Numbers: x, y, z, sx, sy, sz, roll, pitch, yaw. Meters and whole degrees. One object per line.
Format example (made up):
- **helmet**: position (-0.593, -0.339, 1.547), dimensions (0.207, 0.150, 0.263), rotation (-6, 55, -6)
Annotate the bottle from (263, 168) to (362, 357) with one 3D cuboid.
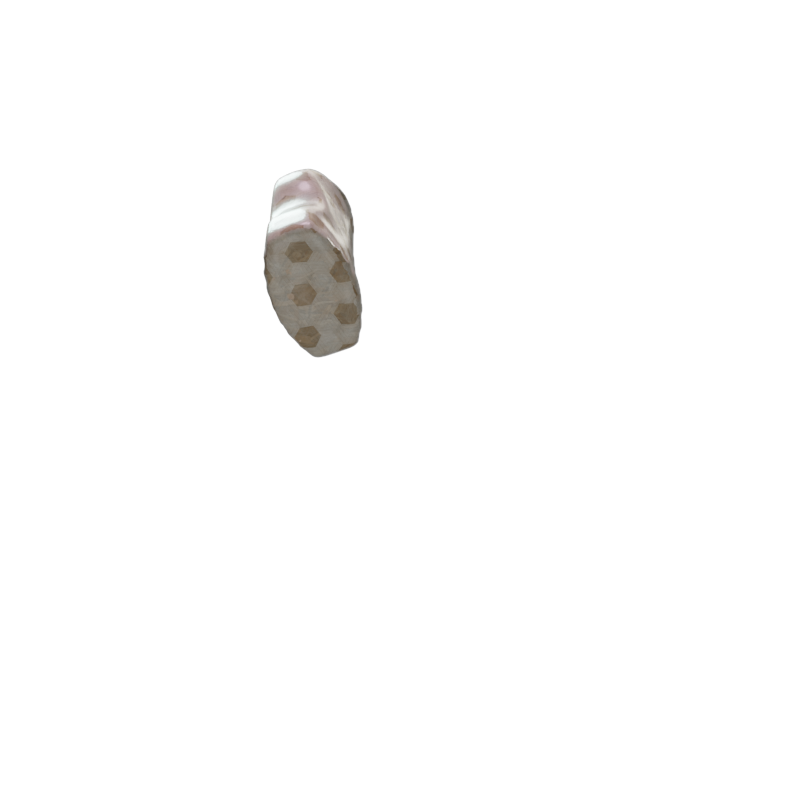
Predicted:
- **bottle**: position (-0.062, -0.115, 0.803), dimensions (0.058, 0.091, 0.203), rotation (-20, 27, 6)
